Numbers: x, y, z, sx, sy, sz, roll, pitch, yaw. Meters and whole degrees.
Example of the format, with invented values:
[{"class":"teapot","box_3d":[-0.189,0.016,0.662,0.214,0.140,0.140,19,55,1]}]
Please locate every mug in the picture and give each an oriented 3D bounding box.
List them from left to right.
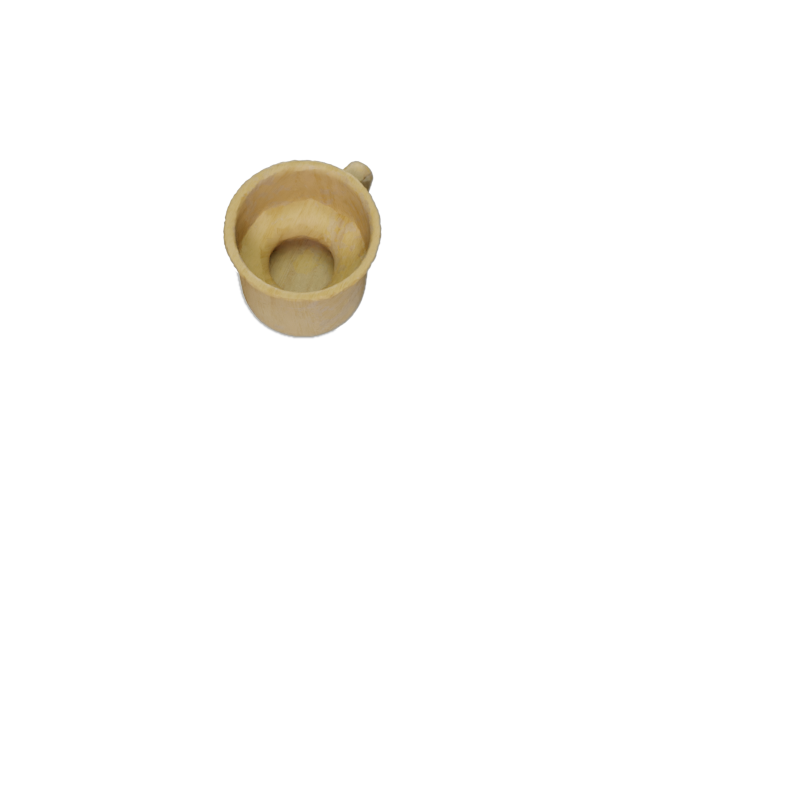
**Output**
[{"class":"mug","box_3d":[-0.054,-0.099,0.691,0.096,0.120,0.077,29,-20,10]}]
